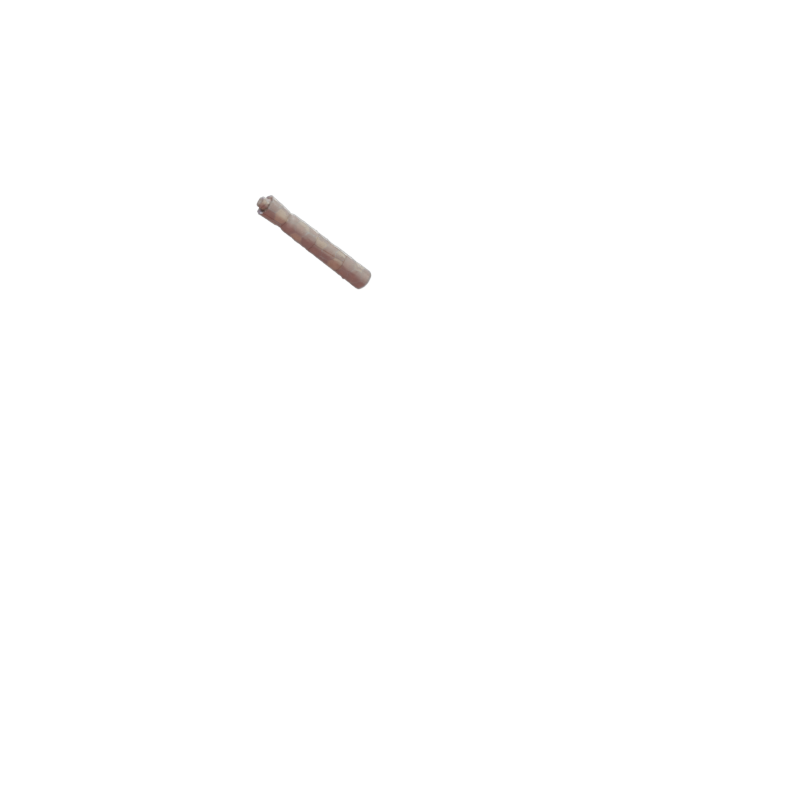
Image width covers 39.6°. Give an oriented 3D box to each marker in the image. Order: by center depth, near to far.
[{"bbox_3d":[-0.072,-0.131,0.917,0.114,0.020,0.020,35,-16,-28],"label":"marker"}]
